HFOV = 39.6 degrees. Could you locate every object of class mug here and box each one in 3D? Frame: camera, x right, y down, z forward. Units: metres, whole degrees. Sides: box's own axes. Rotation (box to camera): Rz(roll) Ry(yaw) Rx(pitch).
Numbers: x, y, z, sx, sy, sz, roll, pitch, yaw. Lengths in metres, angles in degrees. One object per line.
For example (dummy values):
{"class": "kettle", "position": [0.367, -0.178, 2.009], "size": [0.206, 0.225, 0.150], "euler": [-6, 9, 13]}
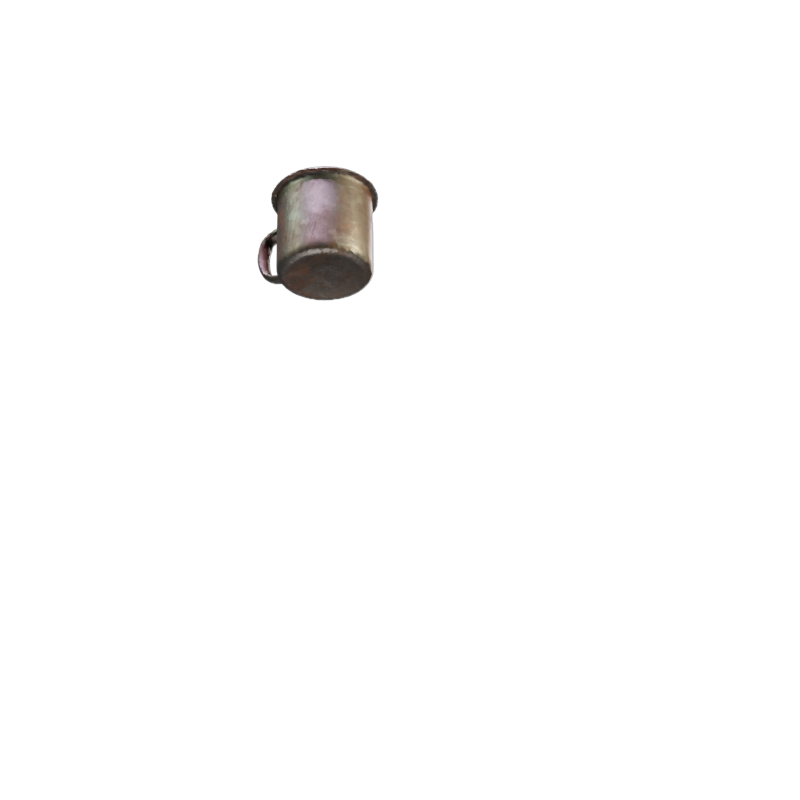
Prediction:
{"class": "mug", "position": [-0.074, -0.135, 0.946], "size": [0.118, 0.087, 0.086], "euler": [-18, -35, 27]}
